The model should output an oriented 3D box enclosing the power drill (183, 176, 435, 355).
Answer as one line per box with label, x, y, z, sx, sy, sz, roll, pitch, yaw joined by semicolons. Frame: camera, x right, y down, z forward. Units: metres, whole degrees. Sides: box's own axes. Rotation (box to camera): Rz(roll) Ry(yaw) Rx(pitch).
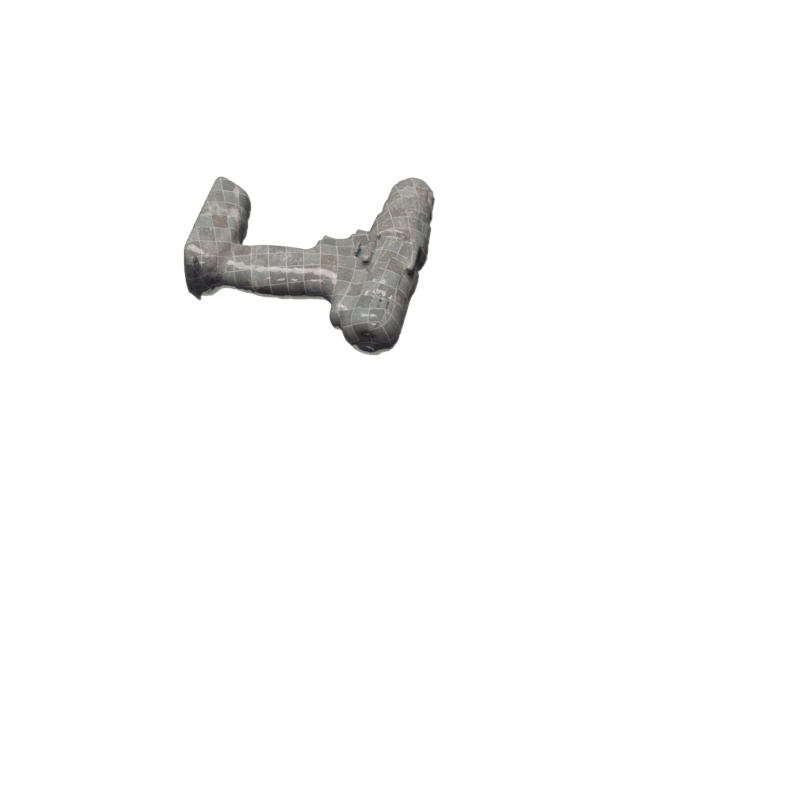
power drill;-0.071;-0.130;0.911;0.191;0.195;0.053;10;-42;9
